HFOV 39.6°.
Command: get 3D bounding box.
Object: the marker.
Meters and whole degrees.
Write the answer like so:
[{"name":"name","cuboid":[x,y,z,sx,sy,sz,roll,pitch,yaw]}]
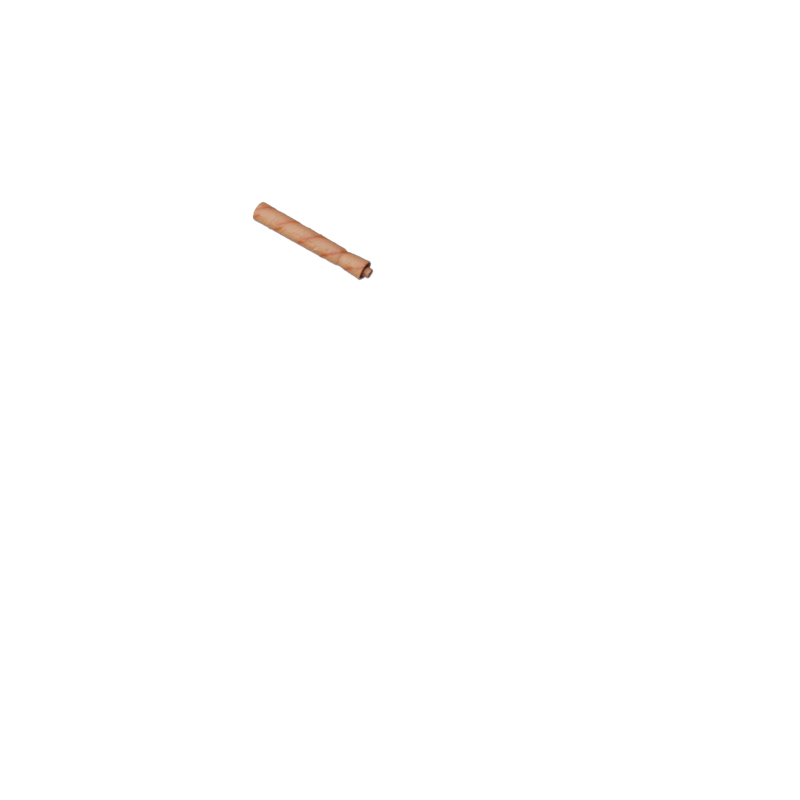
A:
[{"name":"marker","cuboid":[-0.077,-0.140,0.983,0.126,0.019,0.019,31,13,18]}]
